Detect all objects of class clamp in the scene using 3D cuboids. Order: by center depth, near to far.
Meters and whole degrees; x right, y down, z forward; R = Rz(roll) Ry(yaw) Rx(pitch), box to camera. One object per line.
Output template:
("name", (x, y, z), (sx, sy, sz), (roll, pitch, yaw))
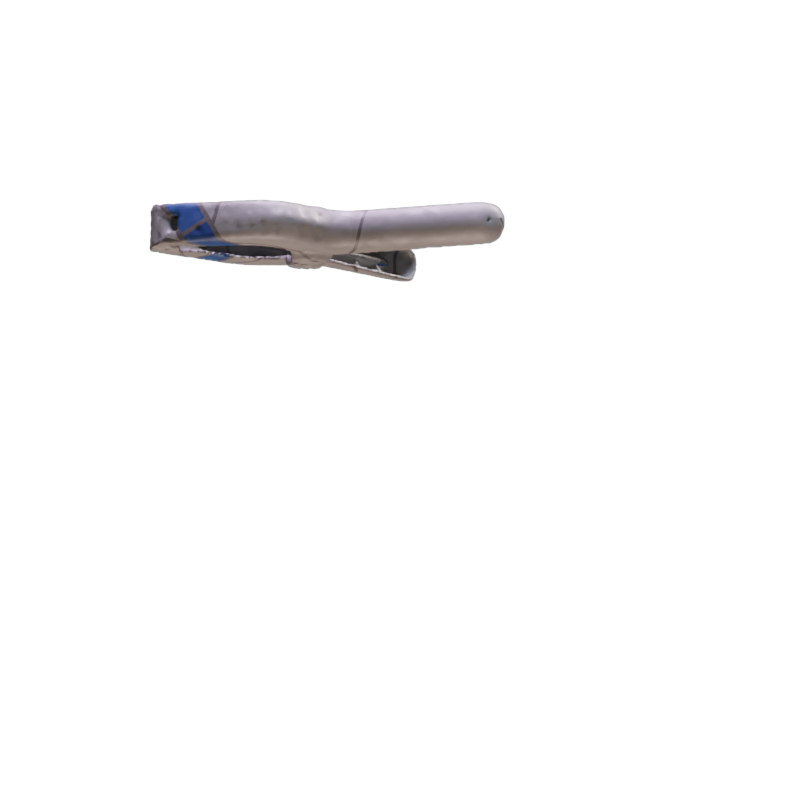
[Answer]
("clamp", (-0.056, -0.103, 0.721), (0.207, 0.037, 0.163), (1, -5, -10))
